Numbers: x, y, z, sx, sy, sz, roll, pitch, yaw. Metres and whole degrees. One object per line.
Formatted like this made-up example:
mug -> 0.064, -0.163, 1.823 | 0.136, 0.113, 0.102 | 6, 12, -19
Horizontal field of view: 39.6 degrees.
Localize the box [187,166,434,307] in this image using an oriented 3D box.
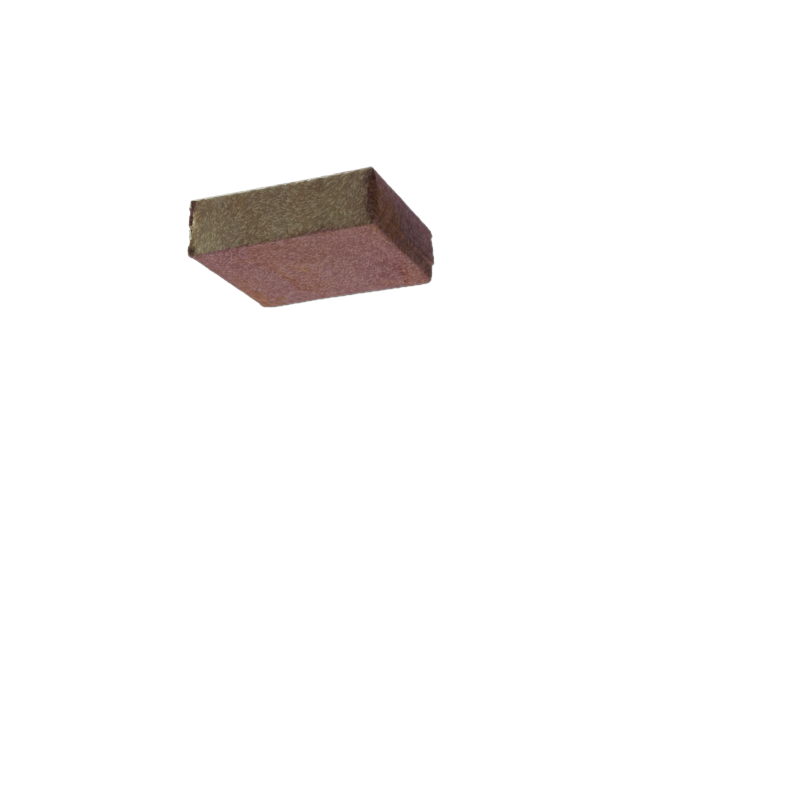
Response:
box -> -0.048, -0.088, 0.620 | 0.116, 0.041, 0.084 | -8, -20, 22
